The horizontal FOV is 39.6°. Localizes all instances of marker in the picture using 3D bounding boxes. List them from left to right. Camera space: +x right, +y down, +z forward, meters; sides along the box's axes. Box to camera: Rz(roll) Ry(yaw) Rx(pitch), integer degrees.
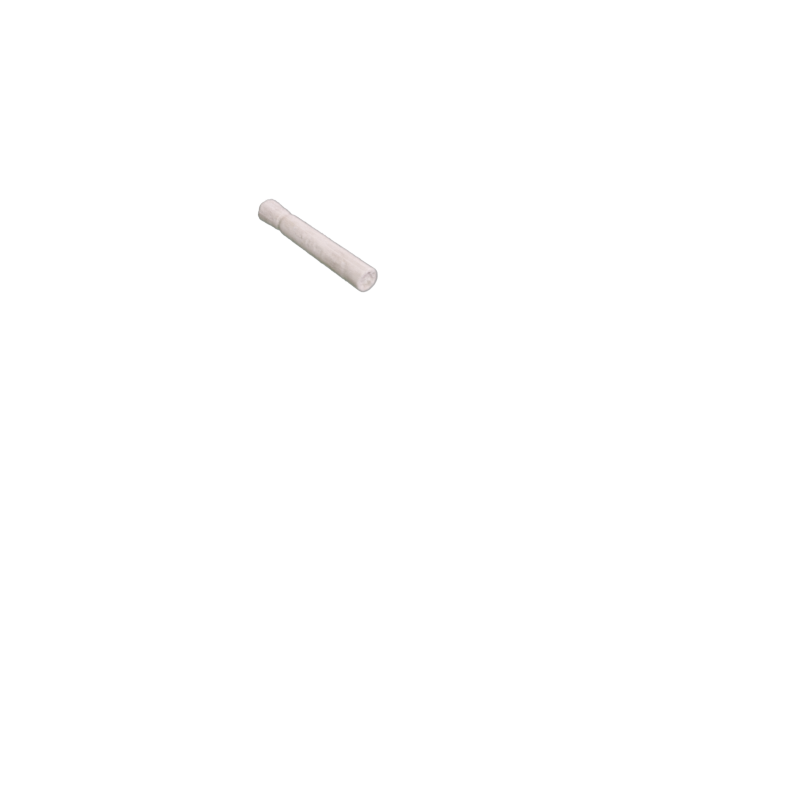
[{"bbox_3d":[-0.063,-0.114,0.802,0.019,0.019,0.130,-3,32,-45],"label":"marker"}]
